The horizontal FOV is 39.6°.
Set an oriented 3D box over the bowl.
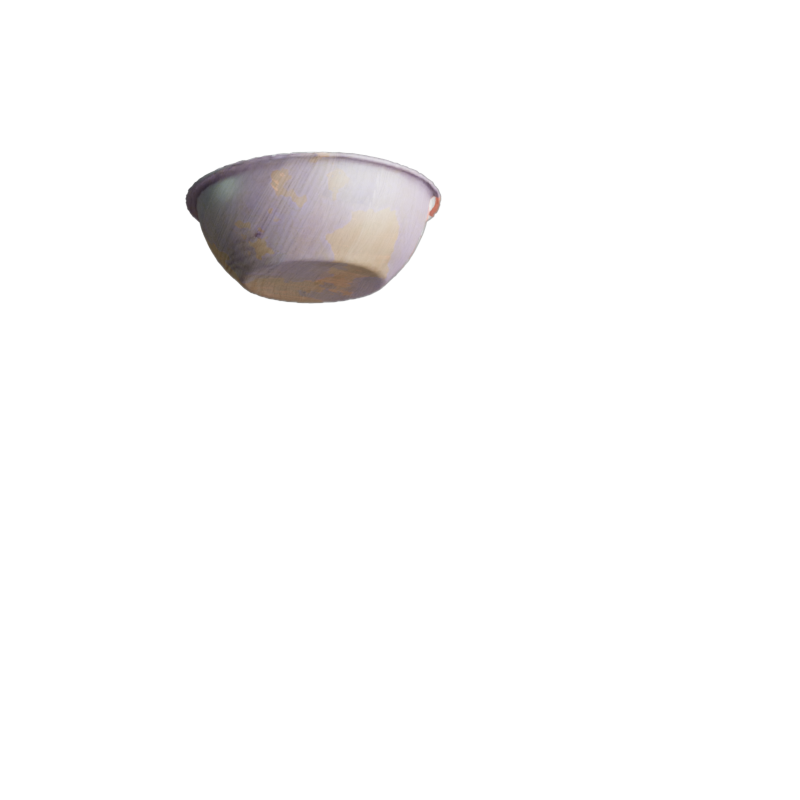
[{"bbox_3d":[-0.054,-0.099,0.695,0.162,0.057,0.156,0,-13,-2],"label":"bowl"}]
